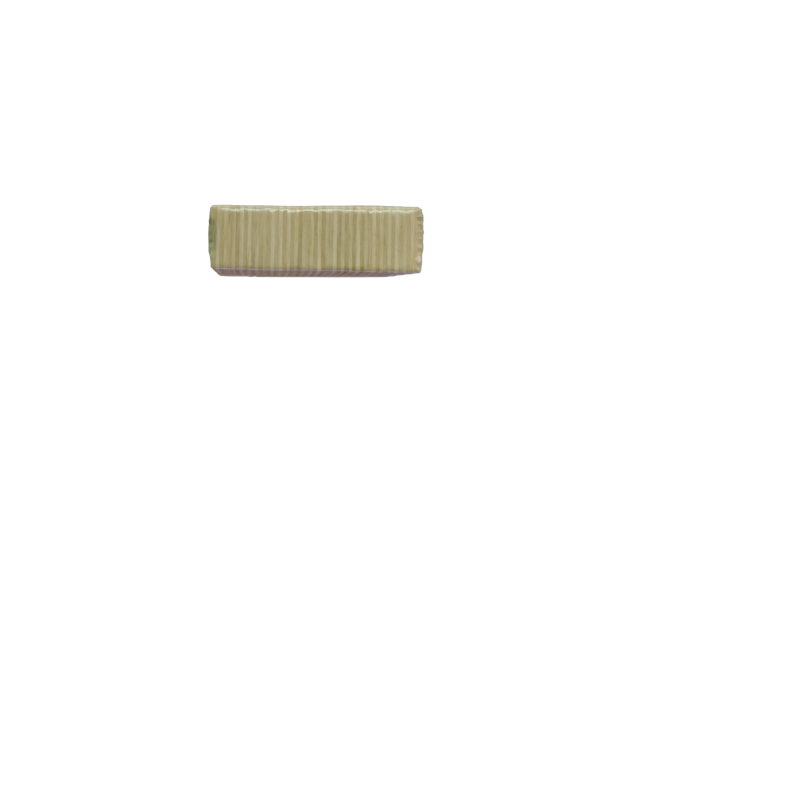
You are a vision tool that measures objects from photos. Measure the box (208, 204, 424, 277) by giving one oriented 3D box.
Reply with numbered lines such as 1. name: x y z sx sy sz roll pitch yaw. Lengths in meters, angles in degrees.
1. box: -0.038 -0.070 0.488 0.089 0.030 0.073 0 4 -4
